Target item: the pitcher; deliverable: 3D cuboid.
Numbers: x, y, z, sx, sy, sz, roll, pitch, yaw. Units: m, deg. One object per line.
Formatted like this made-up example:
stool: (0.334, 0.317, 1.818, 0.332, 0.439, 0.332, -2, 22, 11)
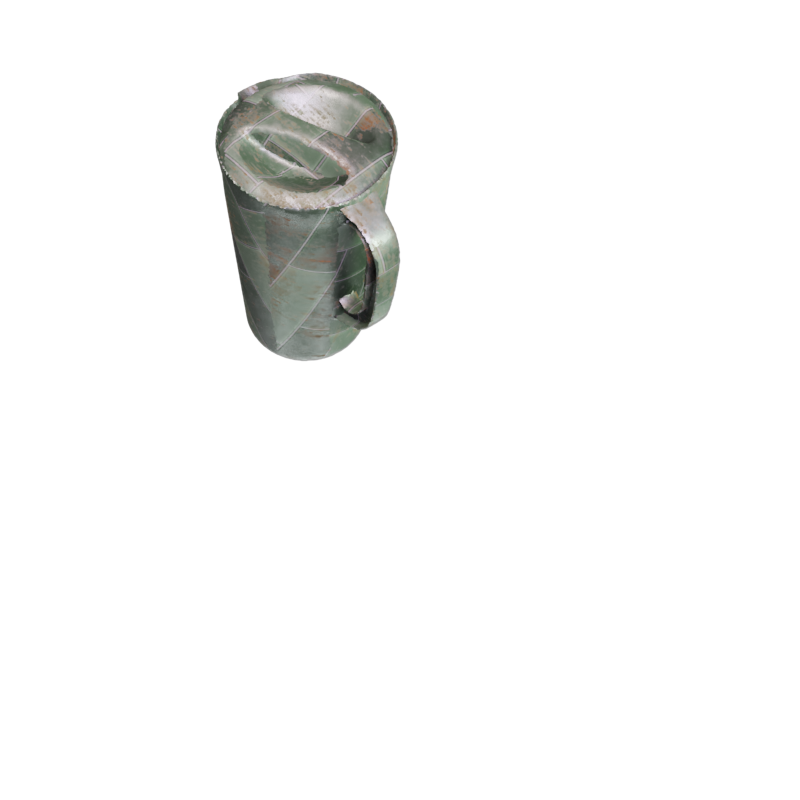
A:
pitcher: (-0.070, -0.127, 0.890, 0.146, 0.158, 0.228, 8, -32, 2)
